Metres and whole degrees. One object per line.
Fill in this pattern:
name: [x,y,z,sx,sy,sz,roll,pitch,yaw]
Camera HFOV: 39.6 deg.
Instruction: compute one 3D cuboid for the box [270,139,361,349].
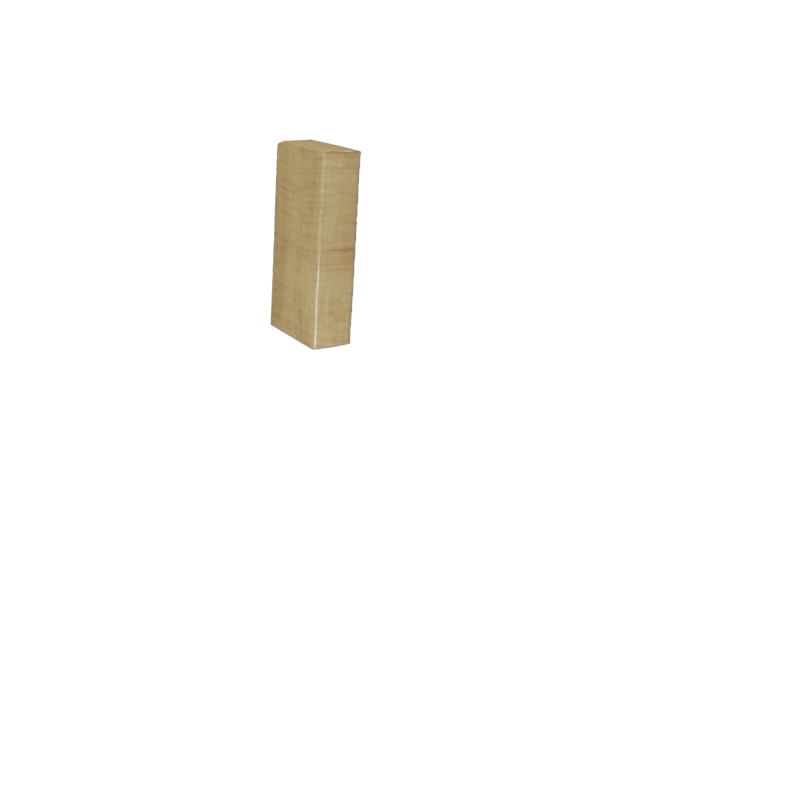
box: [-0.079,-0.143,1.000,0.047,0.171,0.099,-6,15,-30]
